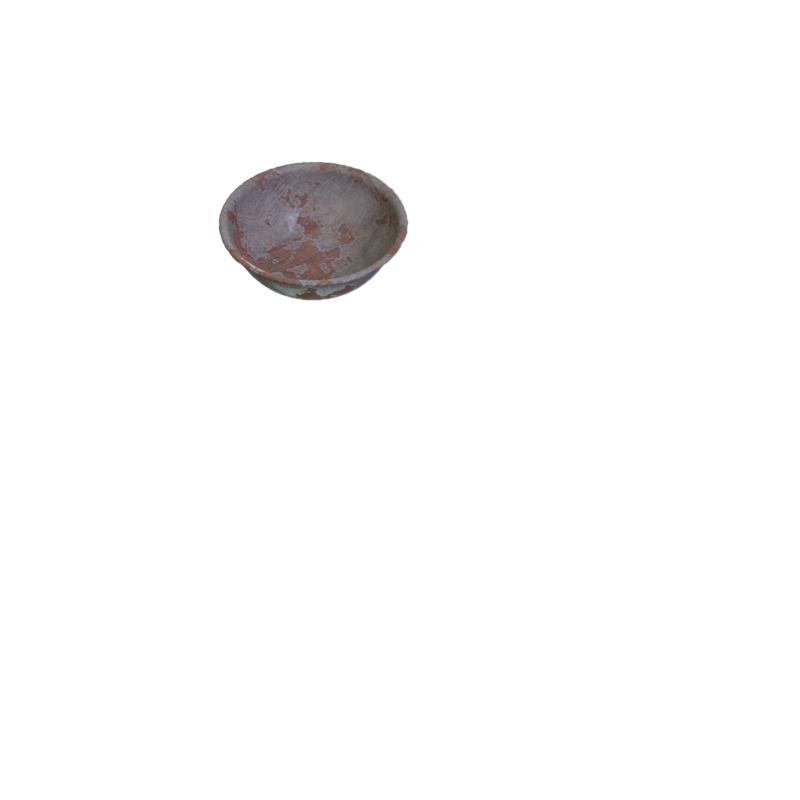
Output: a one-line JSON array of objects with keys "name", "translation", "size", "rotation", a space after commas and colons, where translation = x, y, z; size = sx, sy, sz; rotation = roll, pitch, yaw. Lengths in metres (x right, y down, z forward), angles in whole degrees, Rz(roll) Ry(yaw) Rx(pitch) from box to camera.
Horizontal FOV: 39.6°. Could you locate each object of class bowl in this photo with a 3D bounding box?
[{"name": "bowl", "translation": [-0.075, -0.137, 0.961], "size": [0.162, 0.174, 0.051], "rotation": [-1, -44, -1]}]
